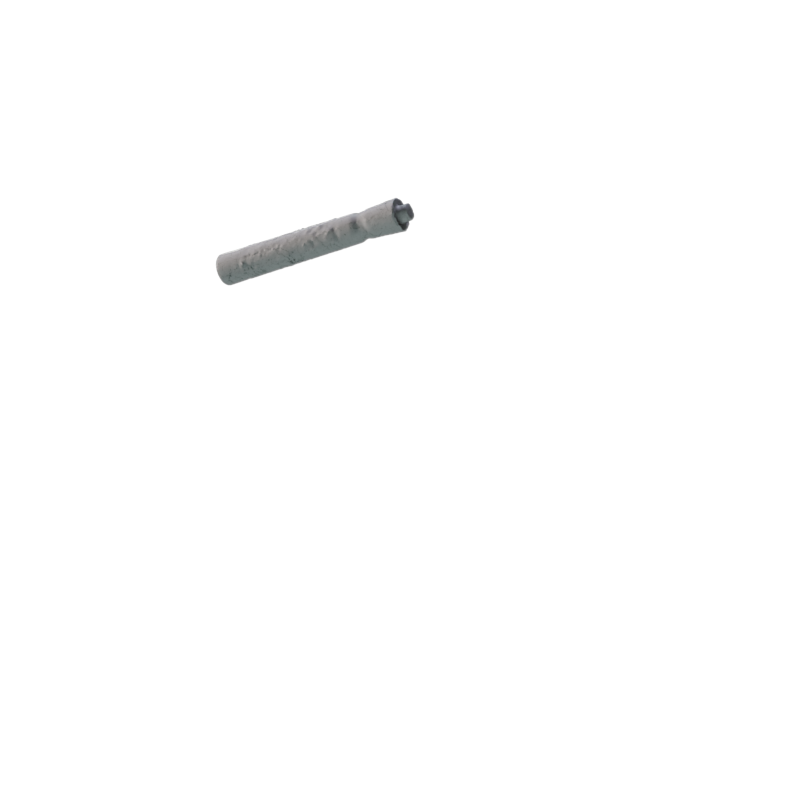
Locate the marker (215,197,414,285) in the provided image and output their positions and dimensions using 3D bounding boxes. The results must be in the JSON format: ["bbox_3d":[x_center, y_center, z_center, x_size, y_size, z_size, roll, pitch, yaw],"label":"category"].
[{"bbox_3d":[-0.048,-0.088,0.615,0.123,0.020,0.019,-13,-2,26],"label":"marker"}]
